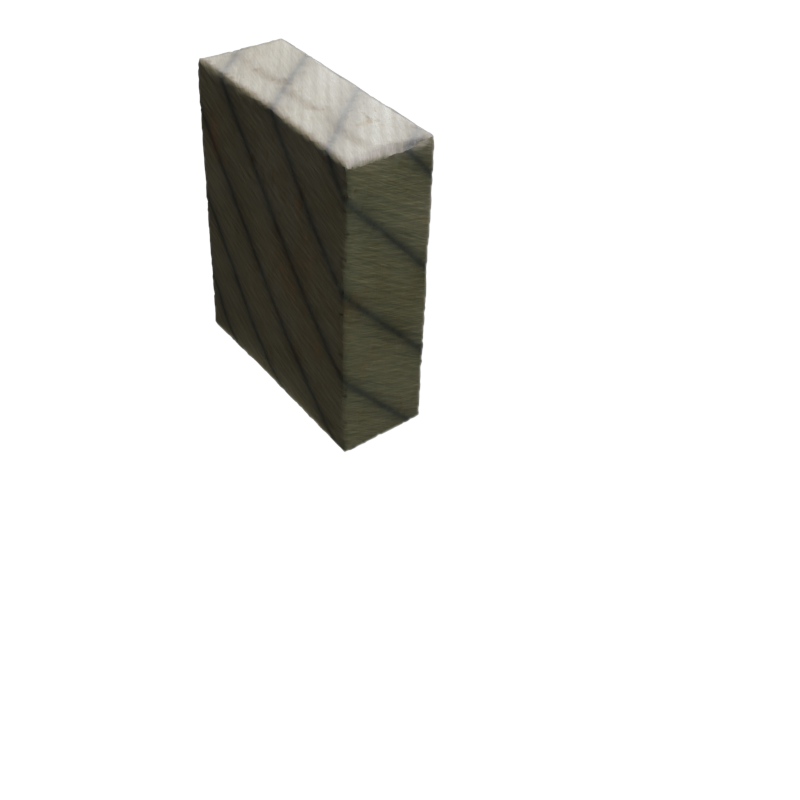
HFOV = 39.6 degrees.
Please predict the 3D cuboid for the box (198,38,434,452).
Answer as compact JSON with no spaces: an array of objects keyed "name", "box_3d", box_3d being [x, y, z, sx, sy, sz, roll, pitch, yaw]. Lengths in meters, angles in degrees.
[{"name":"box","box_3d":[-0.056,-0.101,0.710,0.071,0.200,0.177,-22,44,-29]}]
